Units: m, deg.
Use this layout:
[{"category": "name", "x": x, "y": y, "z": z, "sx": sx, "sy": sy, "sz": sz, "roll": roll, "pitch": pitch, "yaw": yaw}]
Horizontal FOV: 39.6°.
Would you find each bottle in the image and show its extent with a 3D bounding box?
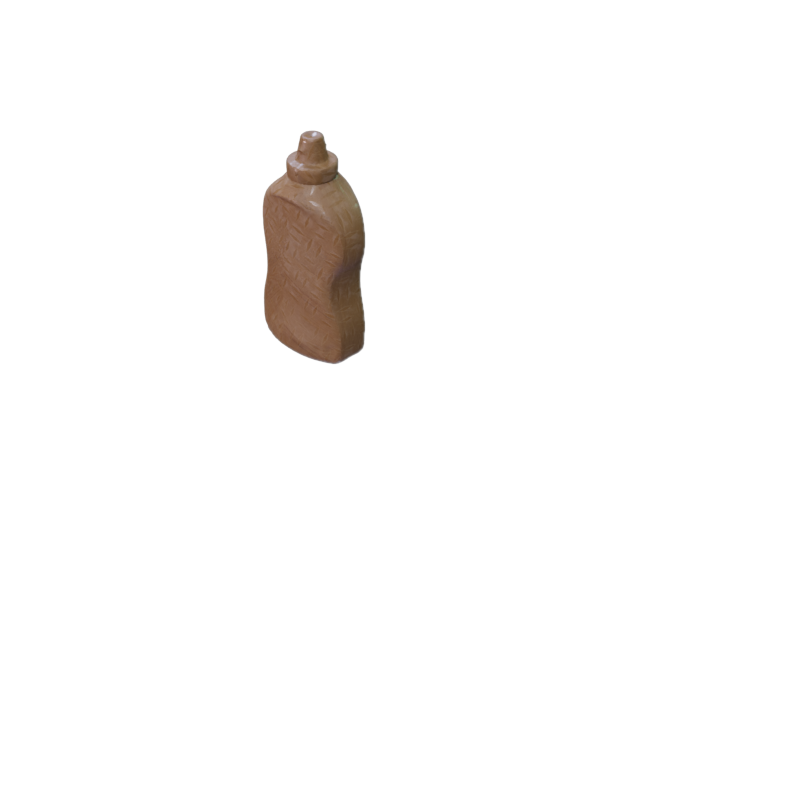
[{"category": "bottle", "x": -0.071, "y": -0.129, "z": 0.903, "sx": 0.058, "sy": 0.180, "sz": 0.103, "roll": -25, "pitch": 42, "yaw": -36}]
